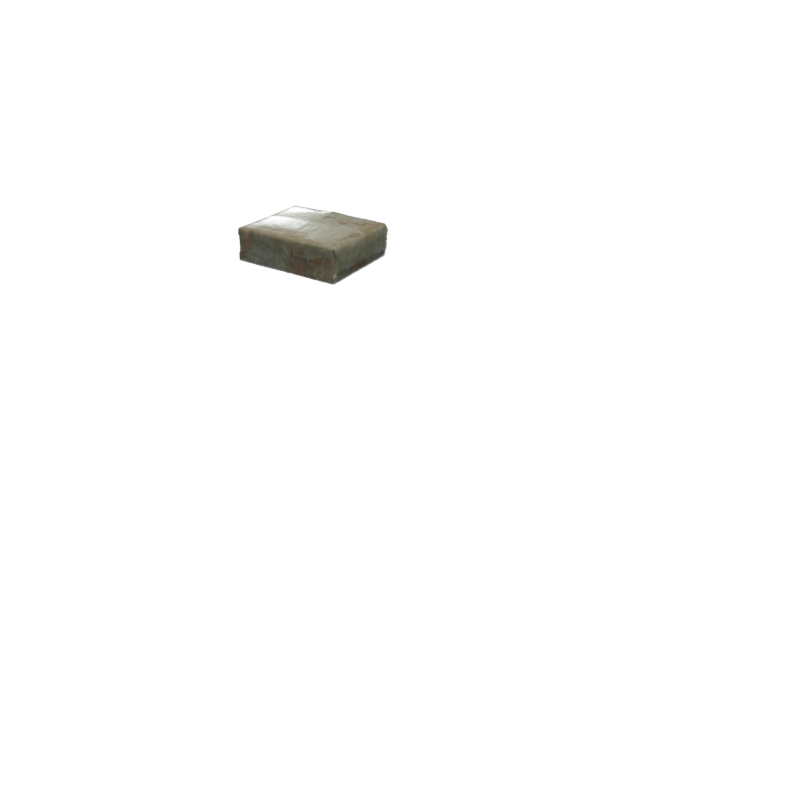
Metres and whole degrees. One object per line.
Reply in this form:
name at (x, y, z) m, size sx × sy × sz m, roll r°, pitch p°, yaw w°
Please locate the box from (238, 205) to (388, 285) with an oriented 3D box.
box at (-0.065, -0.119, 0.837) m, size 0.094 × 0.029 × 0.073 m, roll 16°, pitch 29°, yaw 30°
